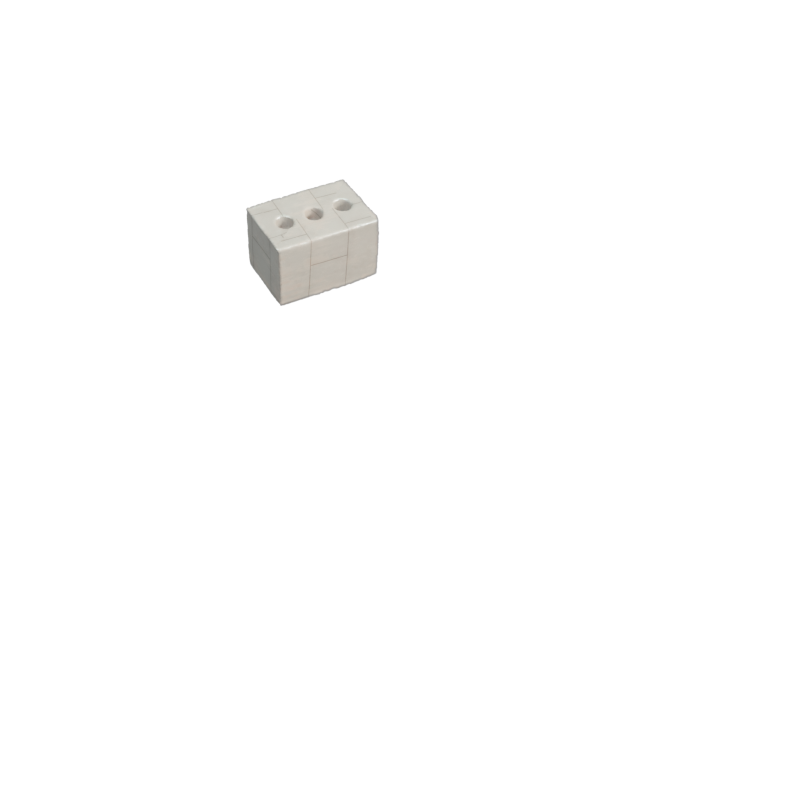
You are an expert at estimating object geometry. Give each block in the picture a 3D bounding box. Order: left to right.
[{"bbox_3d":[-0.060,-0.109,0.764,0.077,0.048,0.057,-20,47,-21],"label":"block"}]
